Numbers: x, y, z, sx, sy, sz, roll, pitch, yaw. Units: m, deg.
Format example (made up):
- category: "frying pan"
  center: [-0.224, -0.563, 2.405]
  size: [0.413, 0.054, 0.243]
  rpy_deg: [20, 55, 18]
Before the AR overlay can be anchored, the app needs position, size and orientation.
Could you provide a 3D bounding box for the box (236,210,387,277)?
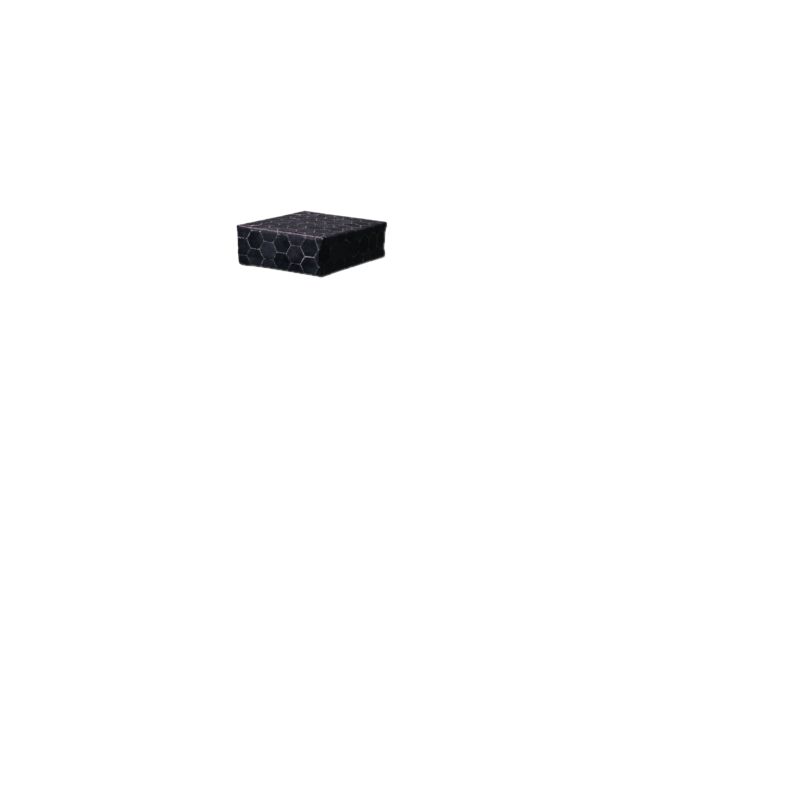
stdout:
- category: "box"
  center: [-0.077, -0.140, 0.980]
  size: [0.094, 0.037, 0.113]
  rpy_deg: [10, 21, 28]
